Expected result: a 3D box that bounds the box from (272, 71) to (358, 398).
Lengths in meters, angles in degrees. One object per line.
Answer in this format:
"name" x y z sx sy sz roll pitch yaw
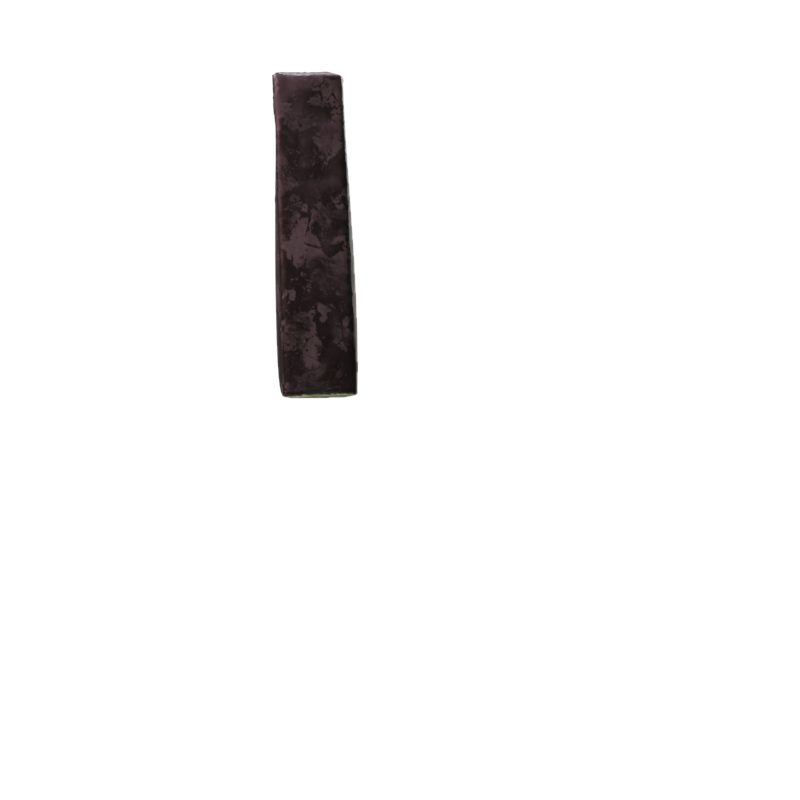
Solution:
"box" -0.049 -0.090 0.633 0.048 0.179 0.092 0 -6 -5
